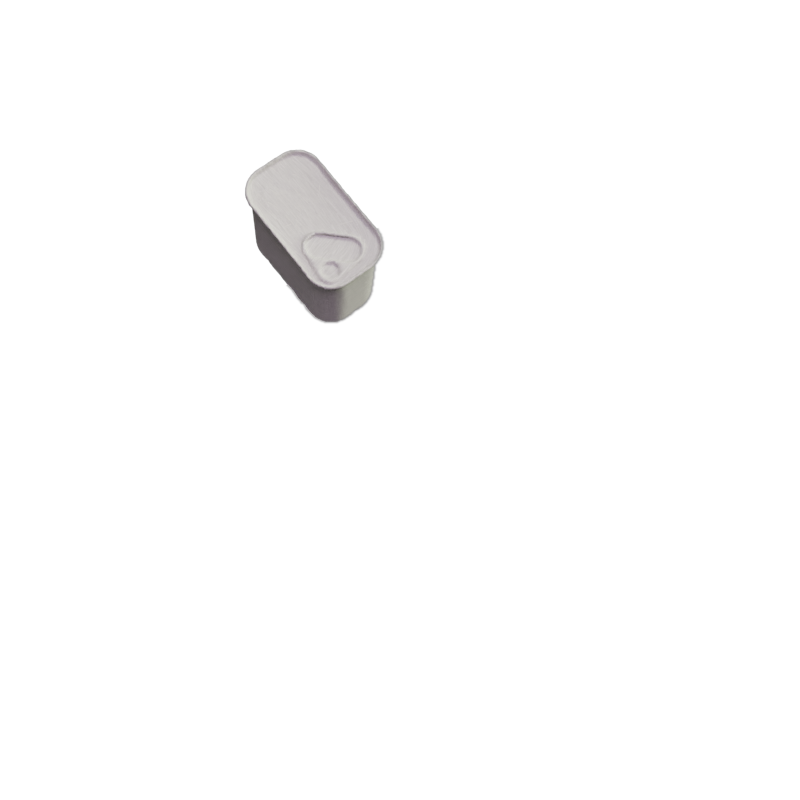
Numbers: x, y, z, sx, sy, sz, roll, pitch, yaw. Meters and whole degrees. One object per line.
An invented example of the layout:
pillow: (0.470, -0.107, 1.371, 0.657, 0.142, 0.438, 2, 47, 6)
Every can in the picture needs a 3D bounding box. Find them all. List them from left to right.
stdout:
can: (-0.060, -0.110, 0.769, 0.058, 0.107, 0.080, -35, -15, -13)
